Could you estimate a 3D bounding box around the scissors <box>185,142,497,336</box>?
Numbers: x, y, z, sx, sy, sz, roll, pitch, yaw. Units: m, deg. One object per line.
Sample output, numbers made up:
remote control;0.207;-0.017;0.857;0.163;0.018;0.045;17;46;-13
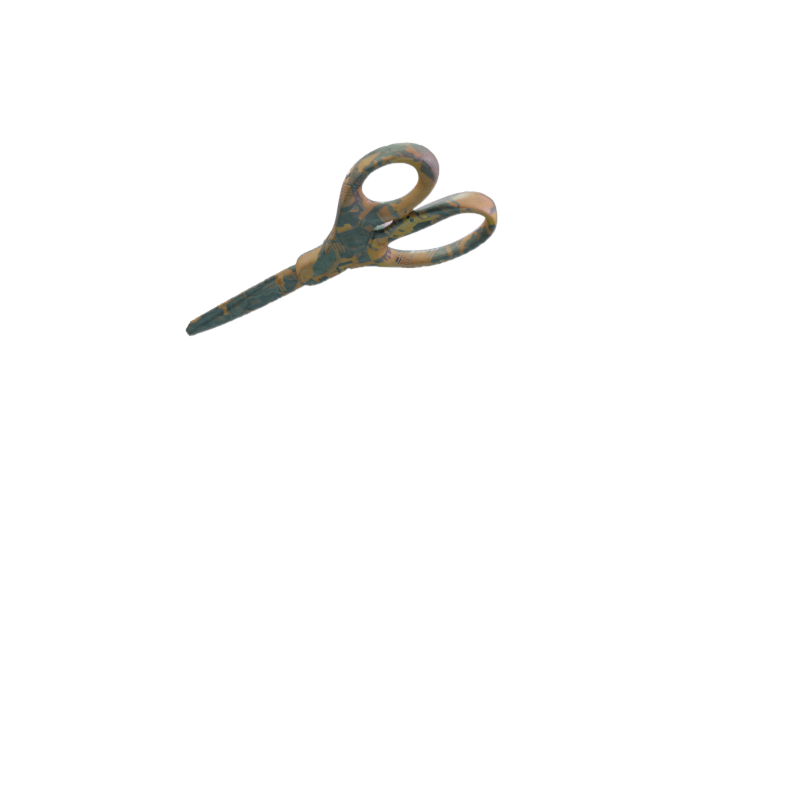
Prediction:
scissors;-0.048;-0.088;0.616;0.204;0.017;0.089;-13;-42;15
